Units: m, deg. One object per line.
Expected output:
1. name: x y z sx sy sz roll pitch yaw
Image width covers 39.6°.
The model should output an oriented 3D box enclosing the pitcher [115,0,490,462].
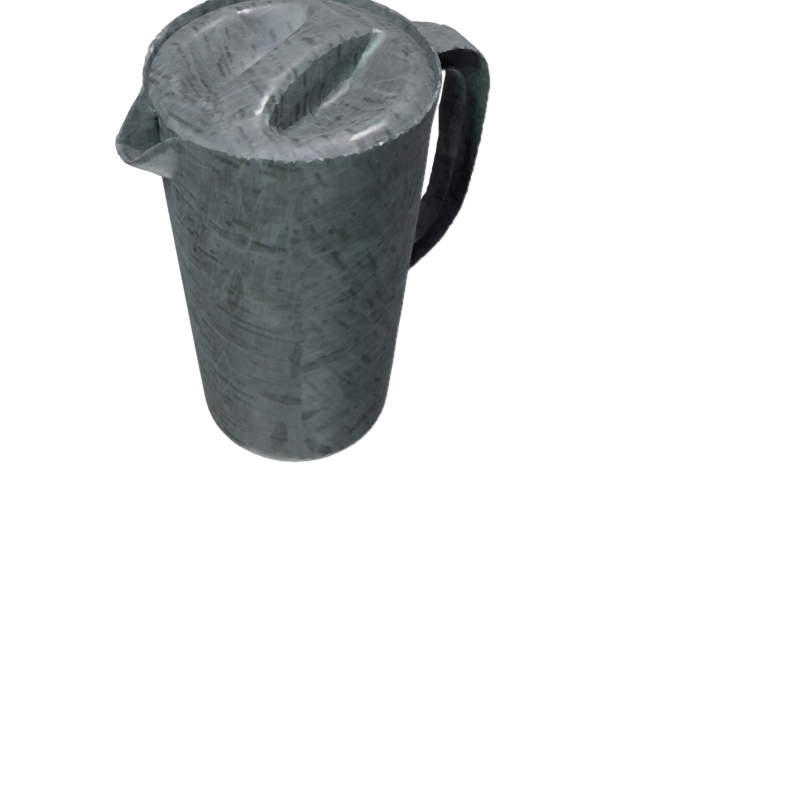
1. pitcher: -0.045 -0.082 0.574 0.152 0.153 0.226 12 -40 7
